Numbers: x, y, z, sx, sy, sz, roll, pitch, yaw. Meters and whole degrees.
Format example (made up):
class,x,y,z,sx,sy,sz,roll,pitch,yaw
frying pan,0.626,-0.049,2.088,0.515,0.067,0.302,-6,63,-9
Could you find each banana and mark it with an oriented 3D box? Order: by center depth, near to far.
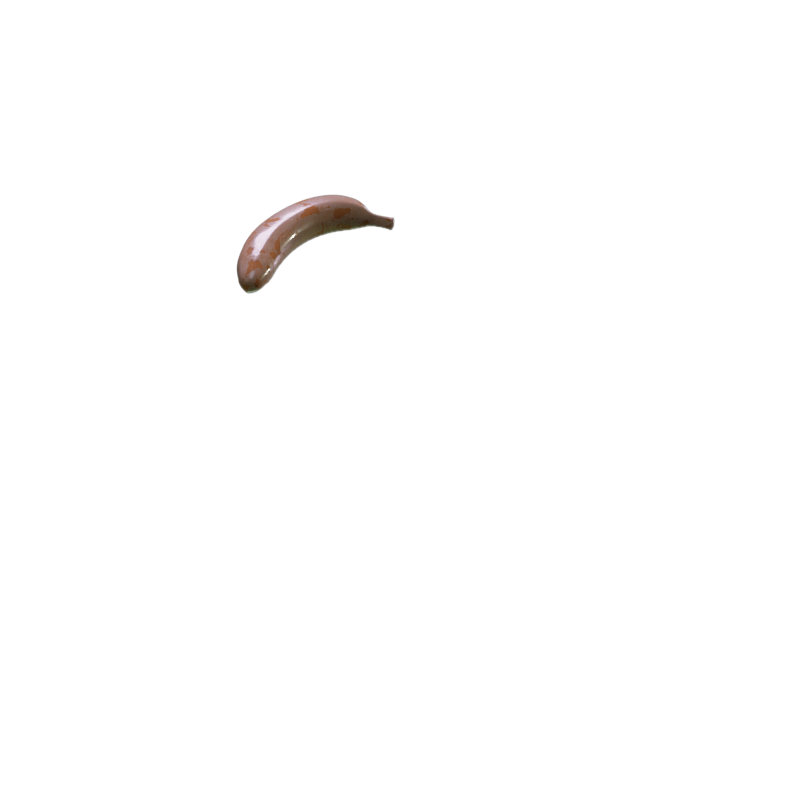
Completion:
class,x,y,z,sx,sy,sz,roll,pitch,yaw
banana,-0.089,-0.149,0.998,0.074,0.035,0.198,23,38,32
